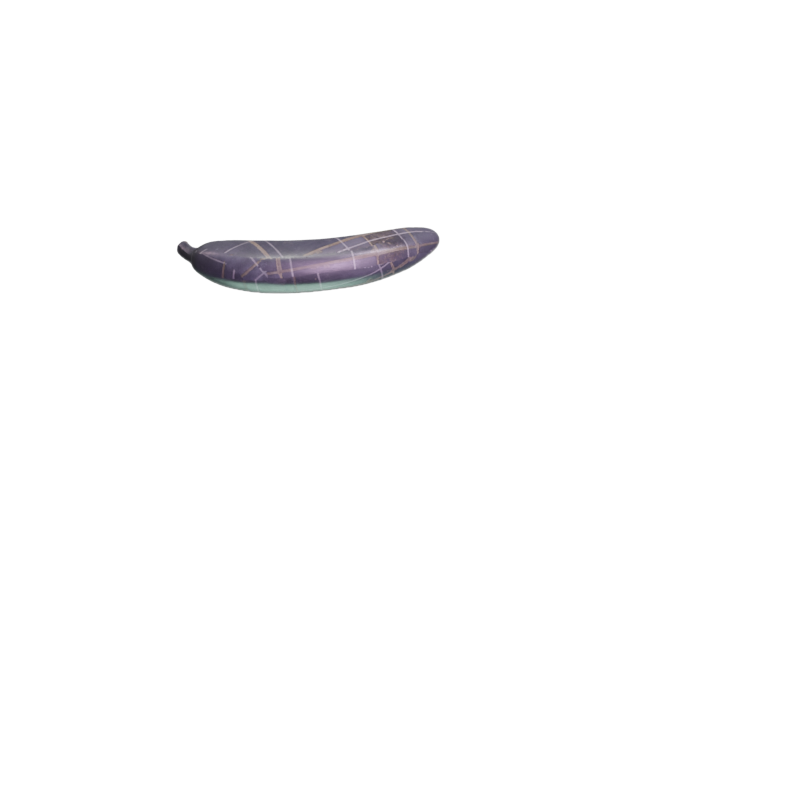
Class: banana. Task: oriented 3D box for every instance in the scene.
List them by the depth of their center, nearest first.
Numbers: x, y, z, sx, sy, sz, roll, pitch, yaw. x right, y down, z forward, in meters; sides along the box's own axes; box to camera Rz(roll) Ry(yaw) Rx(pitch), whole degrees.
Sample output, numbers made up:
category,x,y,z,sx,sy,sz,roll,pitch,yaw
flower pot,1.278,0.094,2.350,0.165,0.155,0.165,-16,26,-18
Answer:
category,x,y,z,sx,sy,sz,roll,pitch,yaw
banana,-0.067,-0.106,0.809,0.197,0.034,0.074,-1,37,-2
